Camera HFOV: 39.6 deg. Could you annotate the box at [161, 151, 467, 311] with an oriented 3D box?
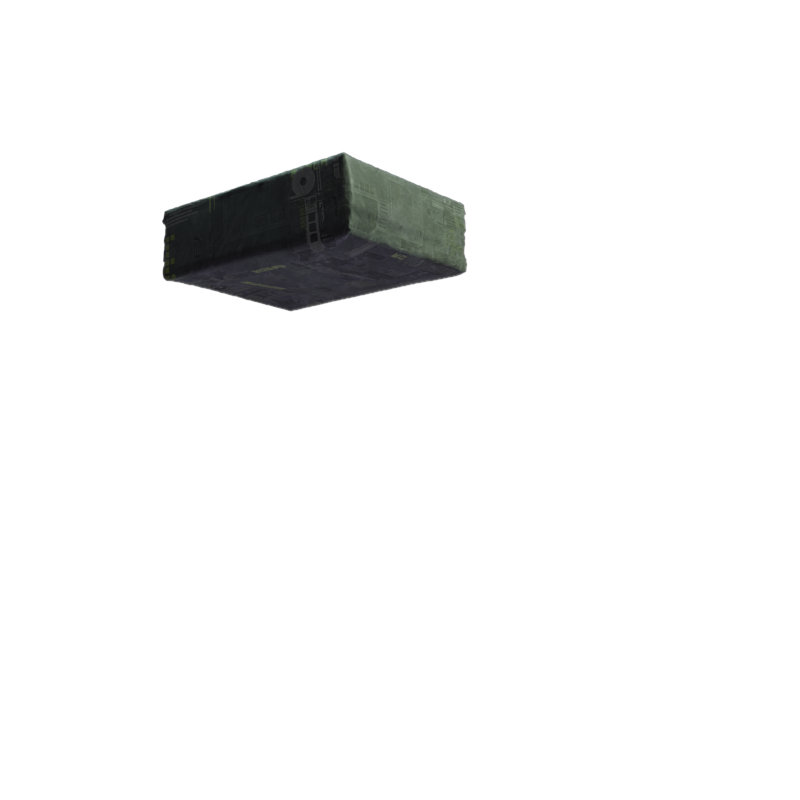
[{"bbox_3d":[-0.040,-0.073,0.510,0.116,0.040,0.085,-6,-11,38],"label":"box"}]
